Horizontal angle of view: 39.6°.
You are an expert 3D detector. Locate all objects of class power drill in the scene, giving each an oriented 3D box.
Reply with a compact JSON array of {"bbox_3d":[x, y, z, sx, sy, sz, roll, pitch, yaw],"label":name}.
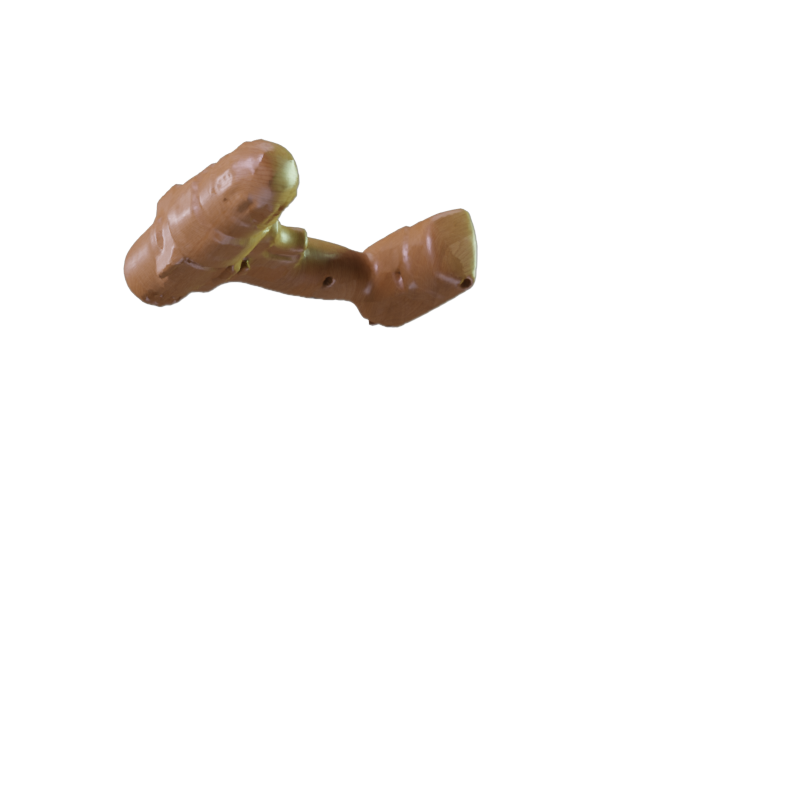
[{"bbox_3d":[-0.051,-0.093,0.652,0.180,0.060,0.185,7,-15,-29],"label":"power drill"}]
